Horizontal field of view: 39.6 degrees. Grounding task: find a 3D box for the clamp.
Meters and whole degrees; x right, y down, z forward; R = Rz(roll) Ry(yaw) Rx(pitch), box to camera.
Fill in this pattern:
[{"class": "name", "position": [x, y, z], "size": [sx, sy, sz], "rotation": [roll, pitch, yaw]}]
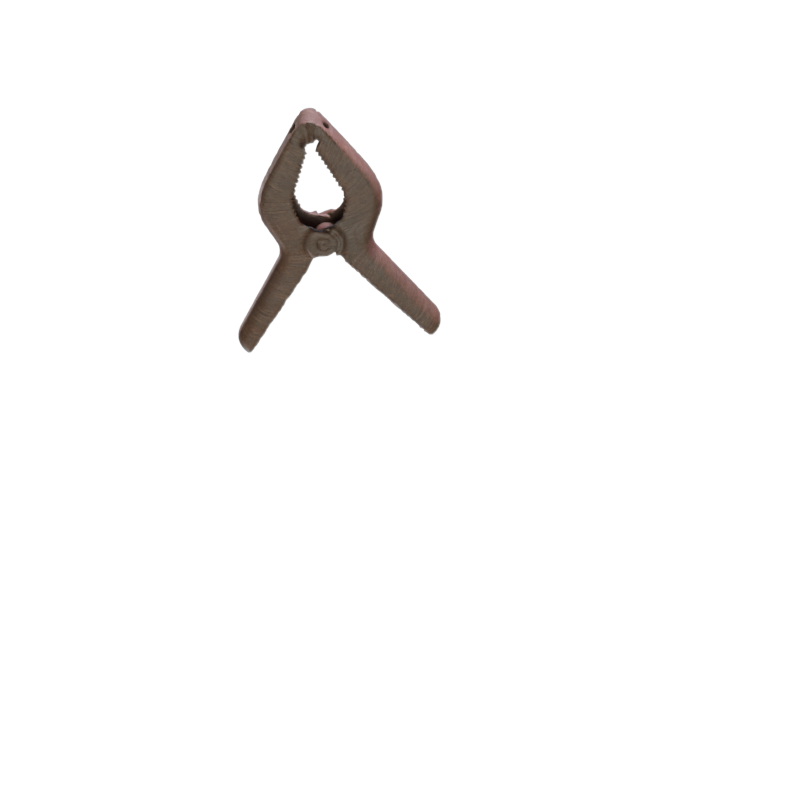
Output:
[{"class": "clamp", "position": [-0.068, -0.123, 0.863], "size": [0.165, 0.196, 0.039], "rotation": [-11, 32, 7]}]
